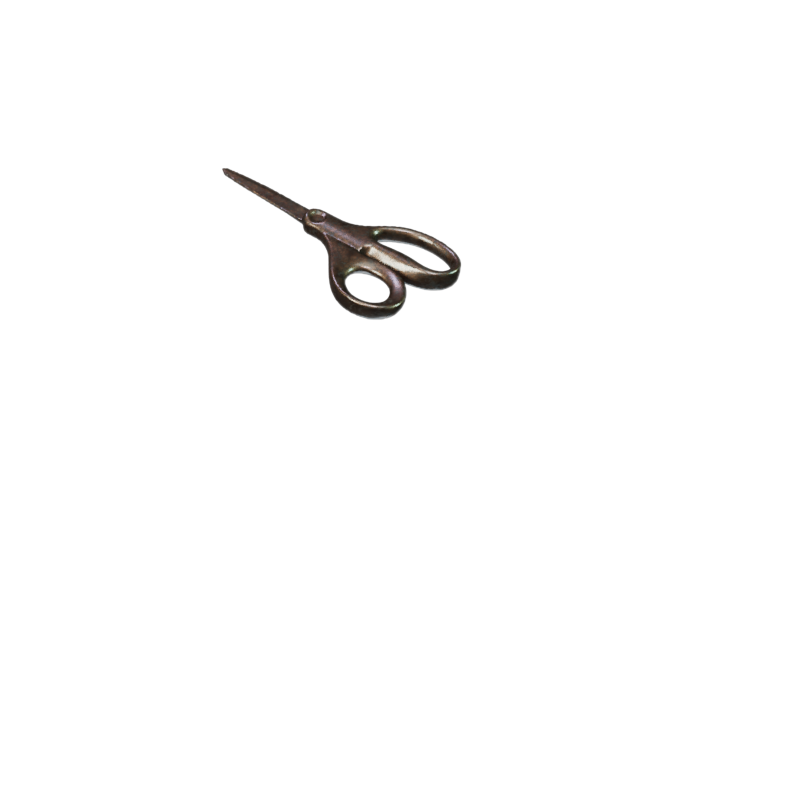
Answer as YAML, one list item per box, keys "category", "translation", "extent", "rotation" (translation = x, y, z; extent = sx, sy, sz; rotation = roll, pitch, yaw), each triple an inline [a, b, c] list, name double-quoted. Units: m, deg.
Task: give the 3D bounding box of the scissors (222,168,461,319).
- category: "scissors"
  translation: [-0.059, -0.108, 0.756]
  extent: [0.210, 0.015, 0.099]
  rotation: [20, 46, 21]
